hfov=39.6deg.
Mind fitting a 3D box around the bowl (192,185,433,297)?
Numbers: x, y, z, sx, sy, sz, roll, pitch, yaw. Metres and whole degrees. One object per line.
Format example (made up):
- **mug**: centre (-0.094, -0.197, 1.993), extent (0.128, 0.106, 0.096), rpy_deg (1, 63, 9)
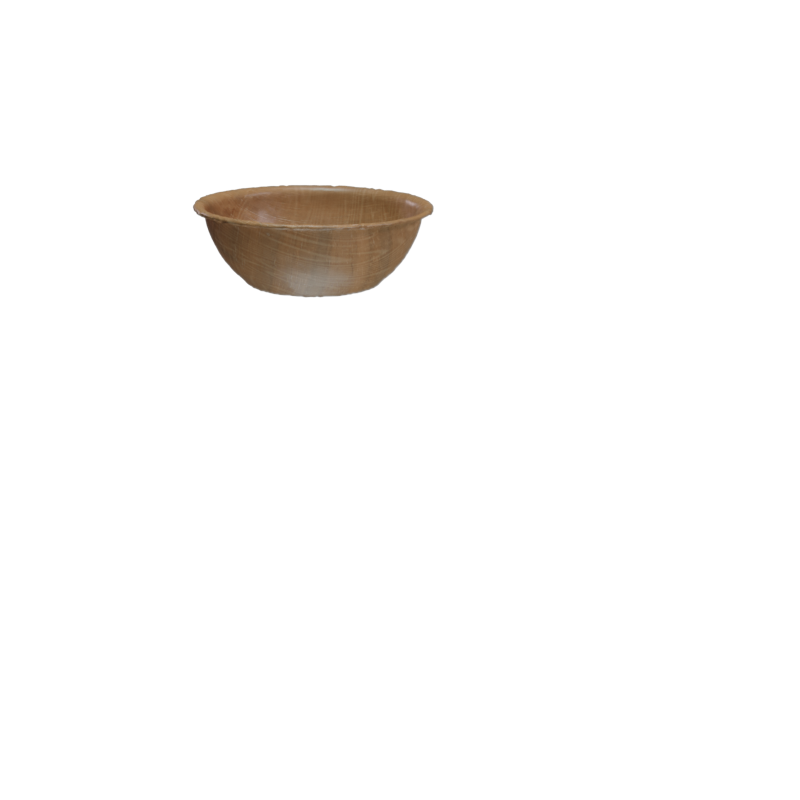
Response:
- **bowl**: centre (-0.059, -0.107, 0.749), extent (0.162, 0.053, 0.168), rpy_deg (-1, 18, -2)
